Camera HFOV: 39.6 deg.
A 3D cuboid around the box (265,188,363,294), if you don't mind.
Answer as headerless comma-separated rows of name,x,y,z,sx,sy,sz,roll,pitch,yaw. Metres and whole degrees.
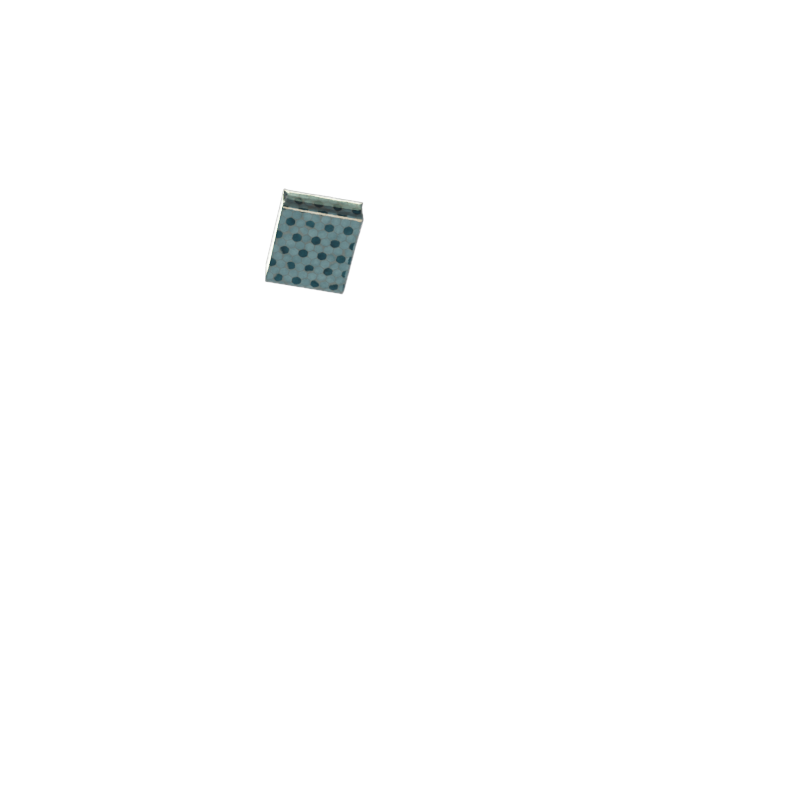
box,-0.077,-0.141,0.988,0.072,0.084,0.032,10,38,-9
